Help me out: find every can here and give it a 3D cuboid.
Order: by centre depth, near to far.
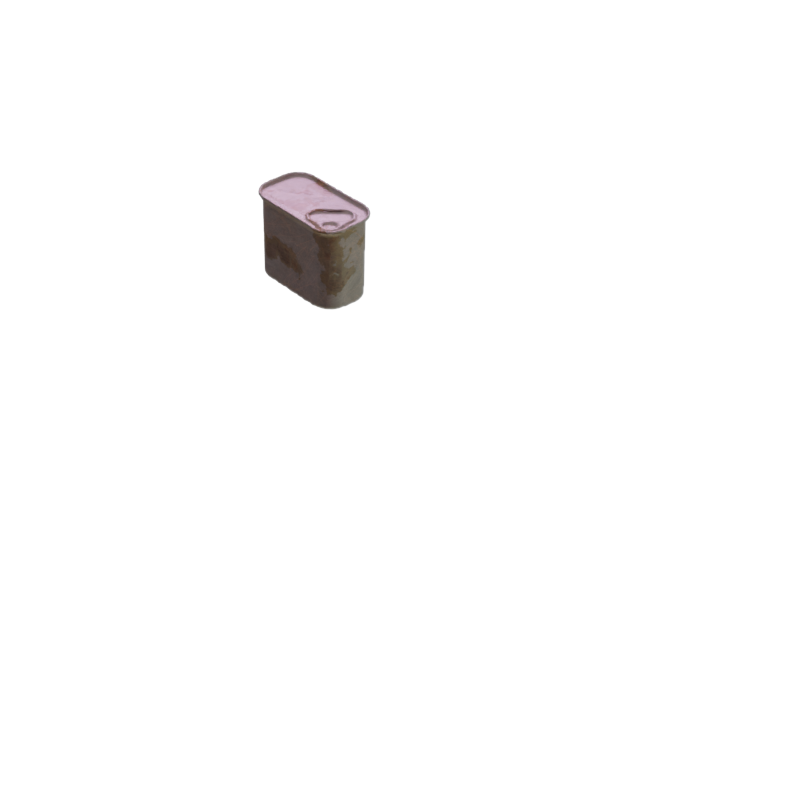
[{"bbox_3d":[-0.075,-0.137,0.957,0.057,0.078,0.109,-27,45,-34],"label":"can"}]
